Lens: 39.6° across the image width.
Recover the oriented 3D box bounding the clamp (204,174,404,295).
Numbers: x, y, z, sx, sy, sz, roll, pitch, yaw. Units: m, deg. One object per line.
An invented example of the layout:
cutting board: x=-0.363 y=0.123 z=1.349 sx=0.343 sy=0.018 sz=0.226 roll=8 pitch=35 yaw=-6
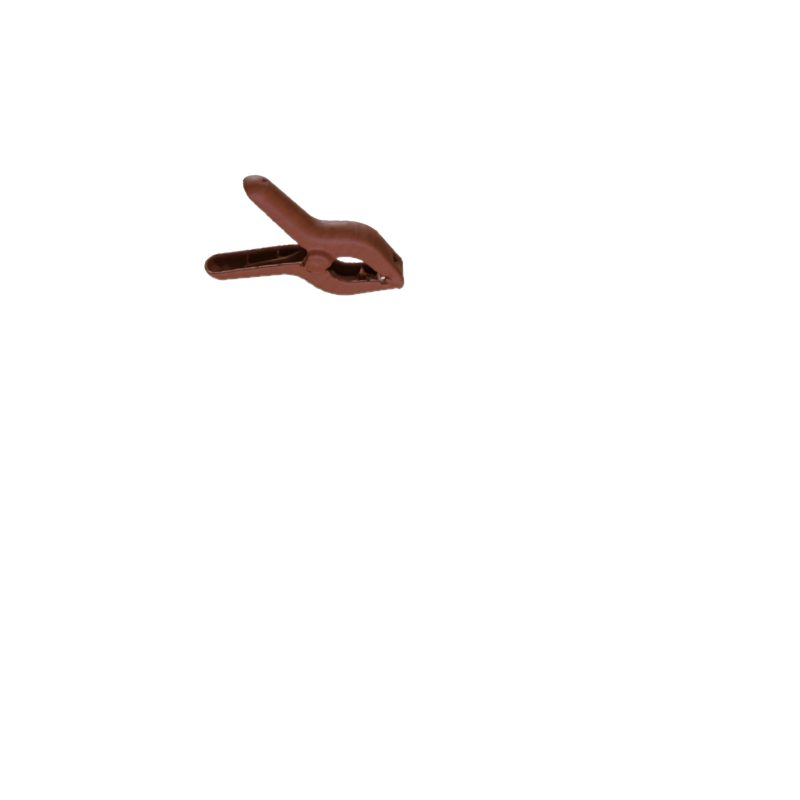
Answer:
clamp: x=-0.073 y=-0.134 z=0.937 sx=0.168 sy=0.042 sz=0.114 roll=7 pitch=-33 yaw=-11
